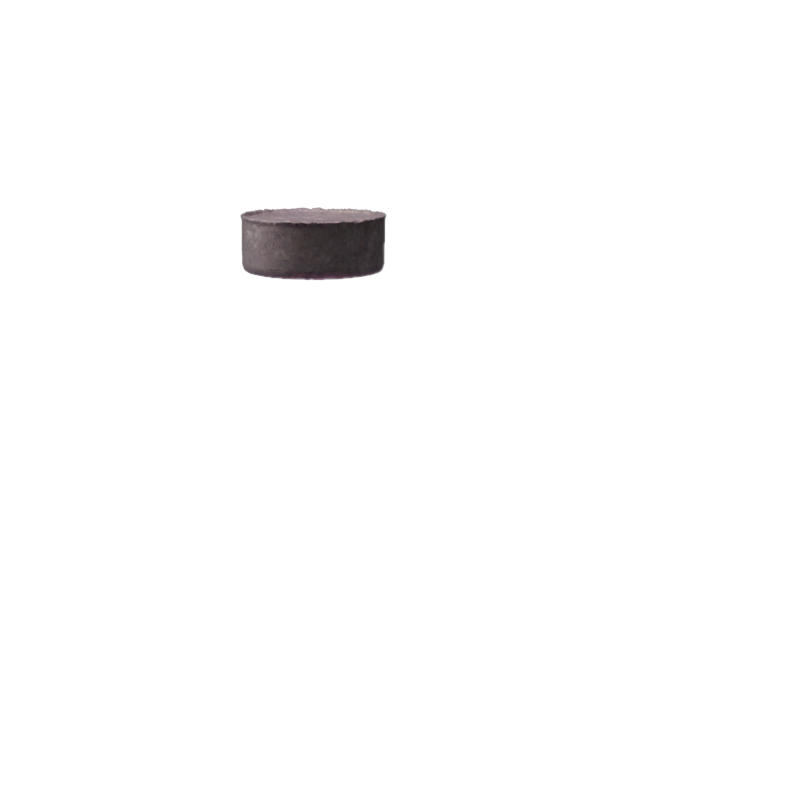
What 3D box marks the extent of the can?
[{"bbox_3d":[-0.051,-0.093,0.655,0.086,0.033,0.088,0,14,-2],"label":"can"}]
